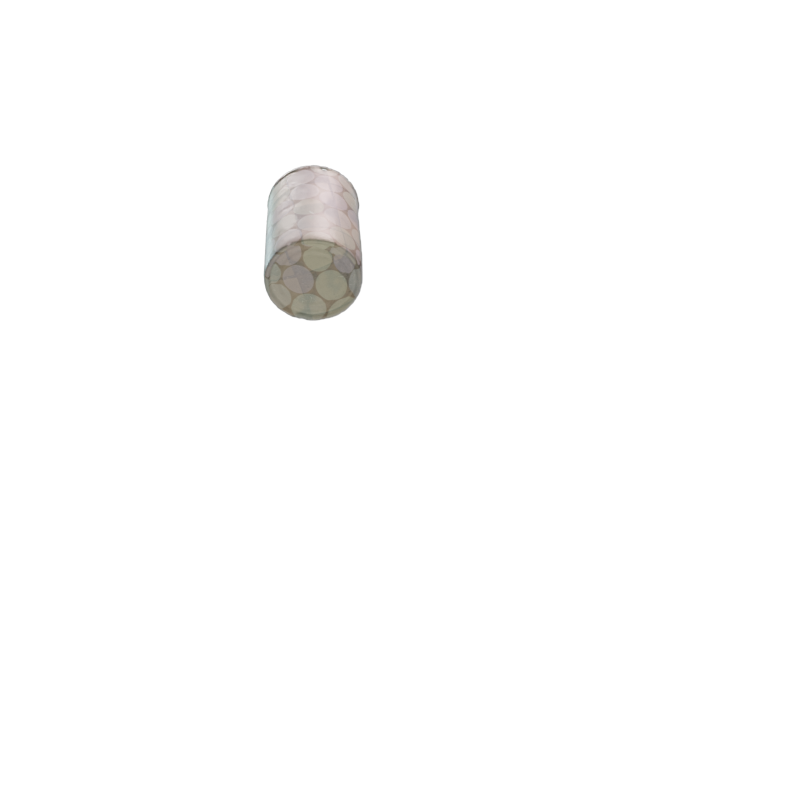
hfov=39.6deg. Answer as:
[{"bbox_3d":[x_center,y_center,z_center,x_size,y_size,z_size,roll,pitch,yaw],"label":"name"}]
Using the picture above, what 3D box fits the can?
[{"bbox_3d":[-0.061,-0.111,0.778,0.068,0.064,0.109,-1,37,-3],"label":"can"}]
